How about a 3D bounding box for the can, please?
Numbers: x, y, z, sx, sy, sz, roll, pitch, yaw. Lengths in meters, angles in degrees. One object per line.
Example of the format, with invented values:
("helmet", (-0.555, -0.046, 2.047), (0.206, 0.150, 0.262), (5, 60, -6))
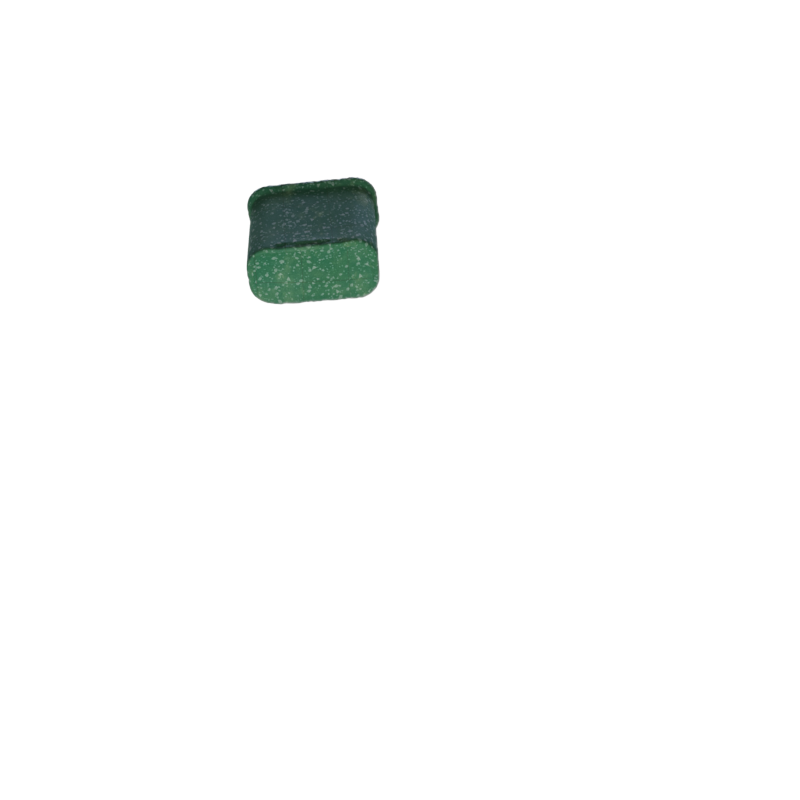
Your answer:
("can", (-0.065, -0.120, 0.837), (0.102, 0.053, 0.090), (-6, 39, 3))
